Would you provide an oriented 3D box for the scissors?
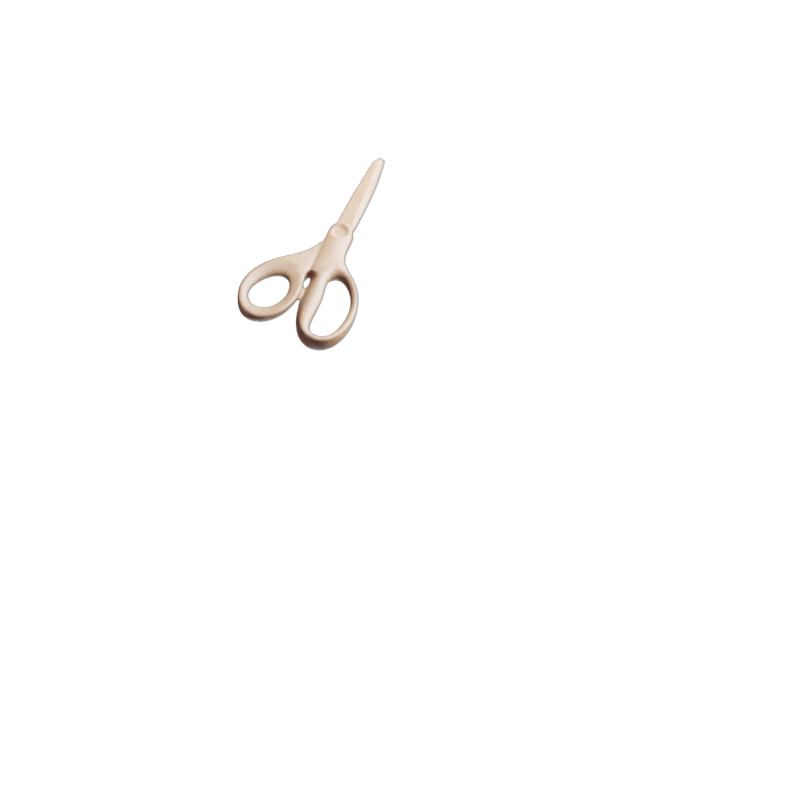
[{"bbox_3d":[-0.065,-0.119,0.836,0.097,0.215,0.015,3,-41,2],"label":"scissors"}]
